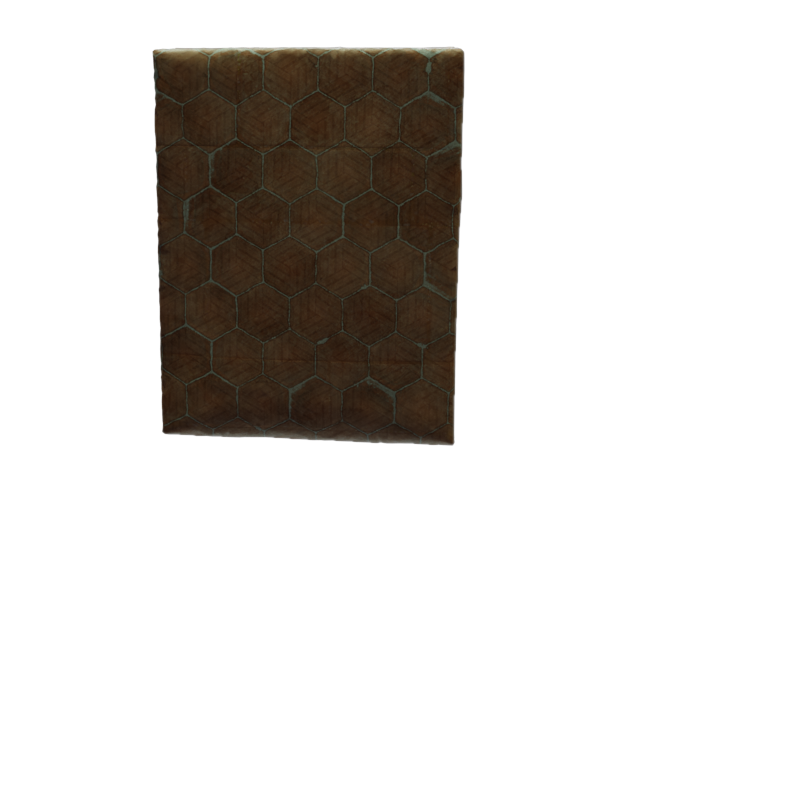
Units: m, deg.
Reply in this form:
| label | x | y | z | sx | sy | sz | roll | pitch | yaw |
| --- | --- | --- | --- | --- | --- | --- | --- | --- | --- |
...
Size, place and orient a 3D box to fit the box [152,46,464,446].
| label | x | y | z | sx | sy | sz | roll | pitch | yaw |
| --- | --- | --- | --- | --- | --- | --- | --- | --- | --- |
| box | -0.048 | -0.088 | 0.618 | 0.165 | 0.208 | 0.073 | 2 | 11 | 5 |
